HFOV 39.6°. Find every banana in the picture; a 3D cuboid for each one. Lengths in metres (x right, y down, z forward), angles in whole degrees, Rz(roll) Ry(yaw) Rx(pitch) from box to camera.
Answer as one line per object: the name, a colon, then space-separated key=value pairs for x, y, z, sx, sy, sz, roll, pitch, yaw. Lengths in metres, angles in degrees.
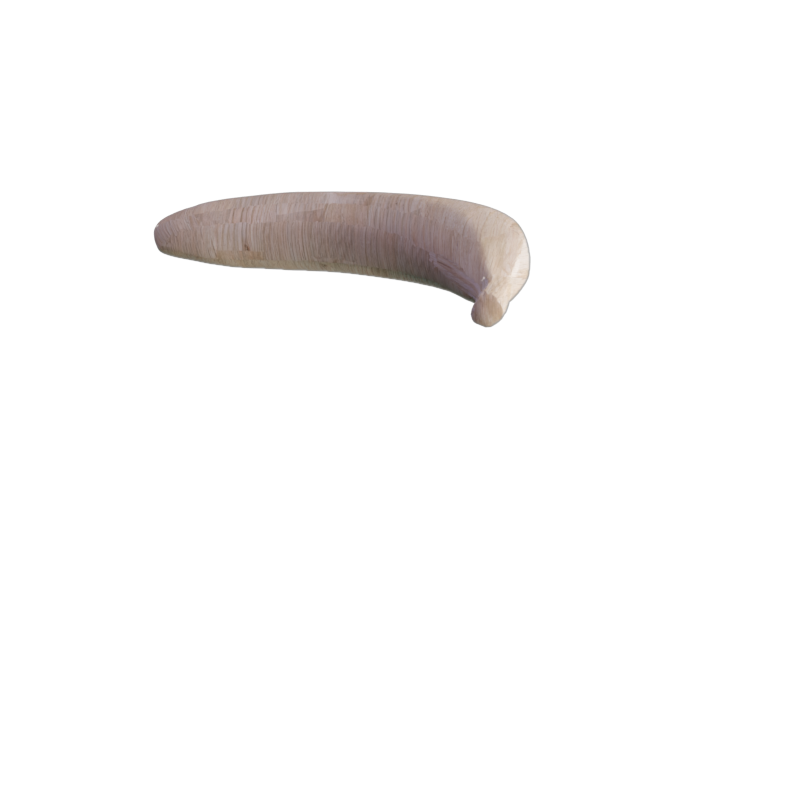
banana: x=-0.019 y=-0.066 z=0.451 sx=0.068 sy=0.036 sz=0.208 roll=-12 pitch=19 yaw=-43
